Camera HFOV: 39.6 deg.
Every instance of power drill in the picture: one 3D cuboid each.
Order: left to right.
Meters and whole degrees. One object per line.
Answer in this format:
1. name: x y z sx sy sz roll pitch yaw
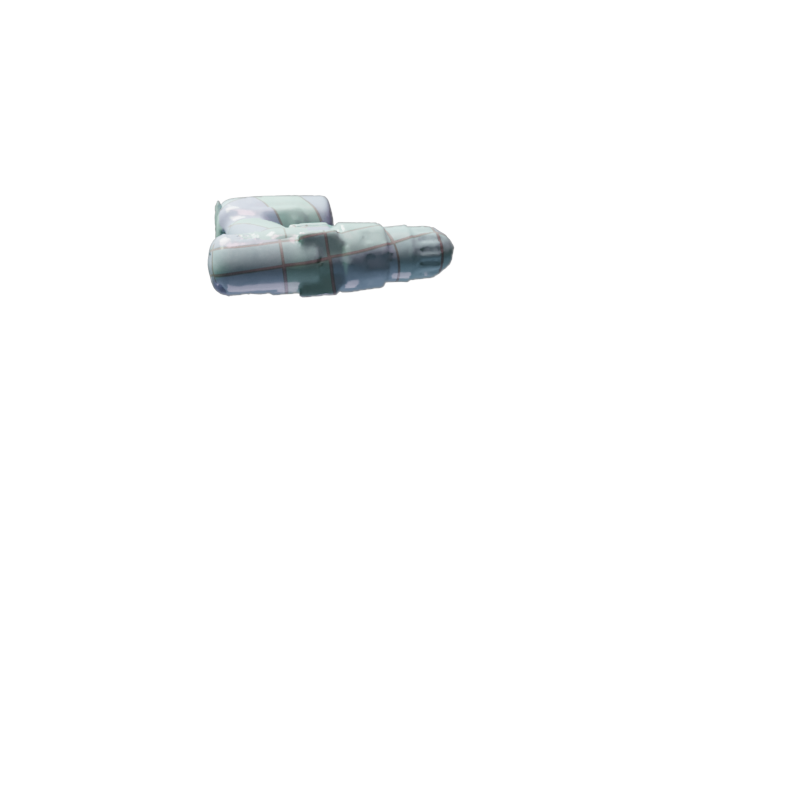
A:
1. power drill: -0.069 -0.126 0.886 0.181 0.056 0.196 -4 16 -14
